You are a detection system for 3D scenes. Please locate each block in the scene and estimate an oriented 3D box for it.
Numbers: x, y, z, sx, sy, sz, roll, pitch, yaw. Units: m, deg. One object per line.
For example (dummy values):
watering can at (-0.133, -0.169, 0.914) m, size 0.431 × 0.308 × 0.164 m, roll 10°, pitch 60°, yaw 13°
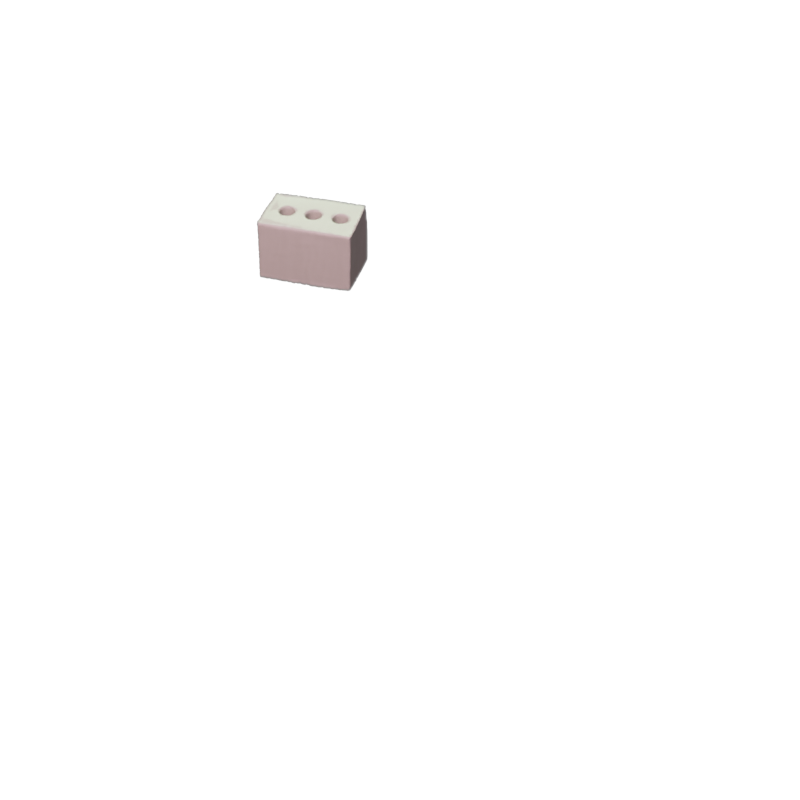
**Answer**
block at (-0.069, -0.126, 0.881) m, size 0.080 × 0.048 × 0.055 m, roll 9°, pitch 36°, yaw 12°
